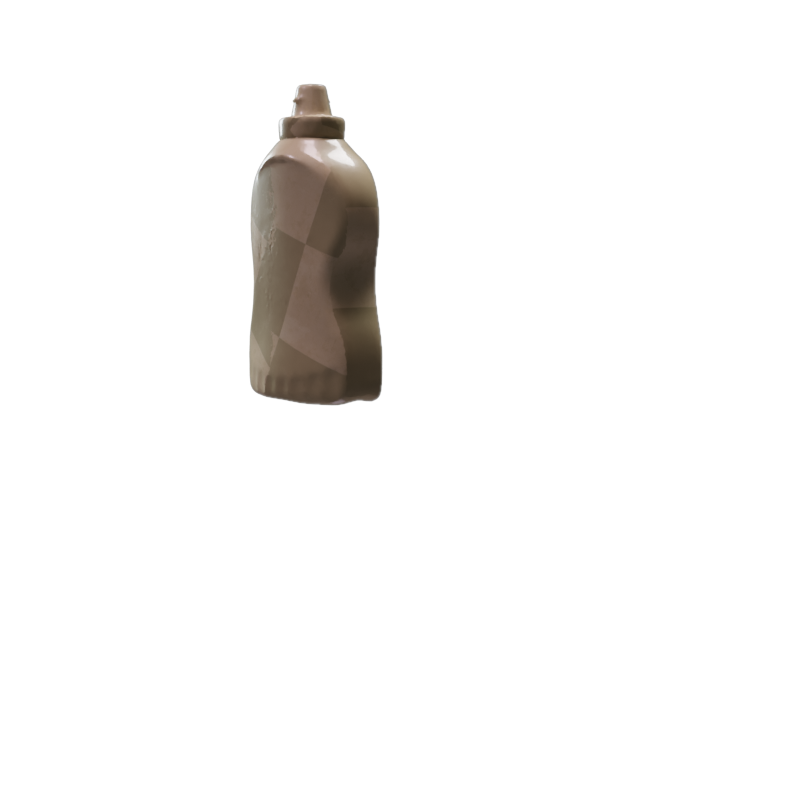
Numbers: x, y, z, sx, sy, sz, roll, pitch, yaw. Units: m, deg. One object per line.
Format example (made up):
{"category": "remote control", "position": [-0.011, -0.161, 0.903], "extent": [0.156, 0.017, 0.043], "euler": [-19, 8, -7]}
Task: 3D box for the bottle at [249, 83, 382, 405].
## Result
{"category": "bottle", "position": [-0.054, -0.097, 0.680], "extent": [0.056, 0.192, 0.100], "euler": [0, 1, -40]}
